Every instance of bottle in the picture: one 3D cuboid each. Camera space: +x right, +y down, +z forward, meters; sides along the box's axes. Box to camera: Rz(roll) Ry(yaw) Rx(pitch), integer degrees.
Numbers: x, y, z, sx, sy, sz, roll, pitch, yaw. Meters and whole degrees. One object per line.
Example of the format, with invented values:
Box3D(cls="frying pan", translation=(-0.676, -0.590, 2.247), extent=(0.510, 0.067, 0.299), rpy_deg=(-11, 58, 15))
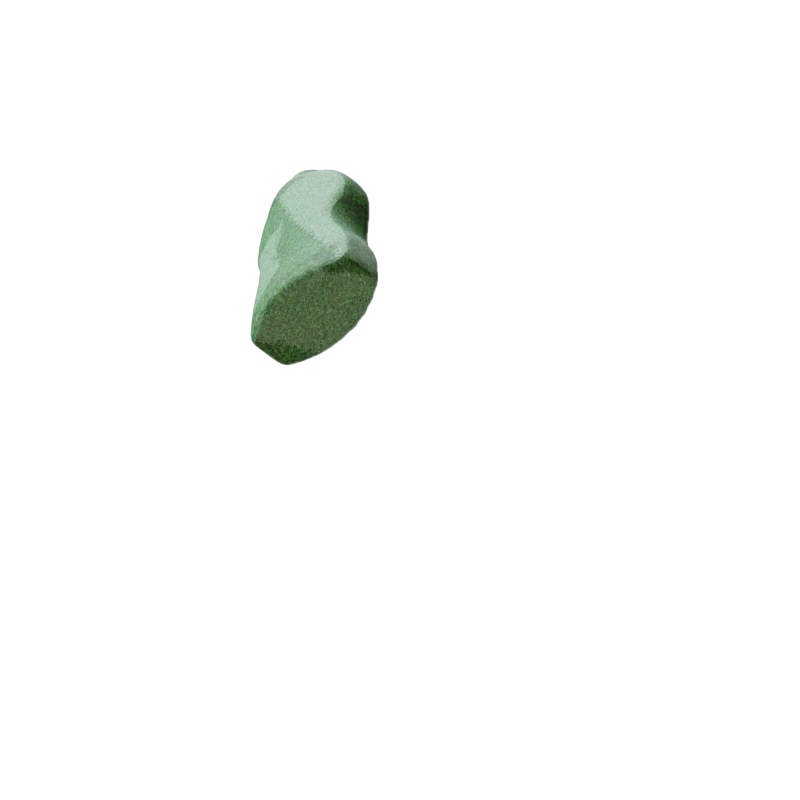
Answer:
Box3D(cls="bottle", translation=(-0.063, -0.115, 0.804), extent=(0.055, 0.095, 0.205), rpy_deg=(36, 26, -26))
